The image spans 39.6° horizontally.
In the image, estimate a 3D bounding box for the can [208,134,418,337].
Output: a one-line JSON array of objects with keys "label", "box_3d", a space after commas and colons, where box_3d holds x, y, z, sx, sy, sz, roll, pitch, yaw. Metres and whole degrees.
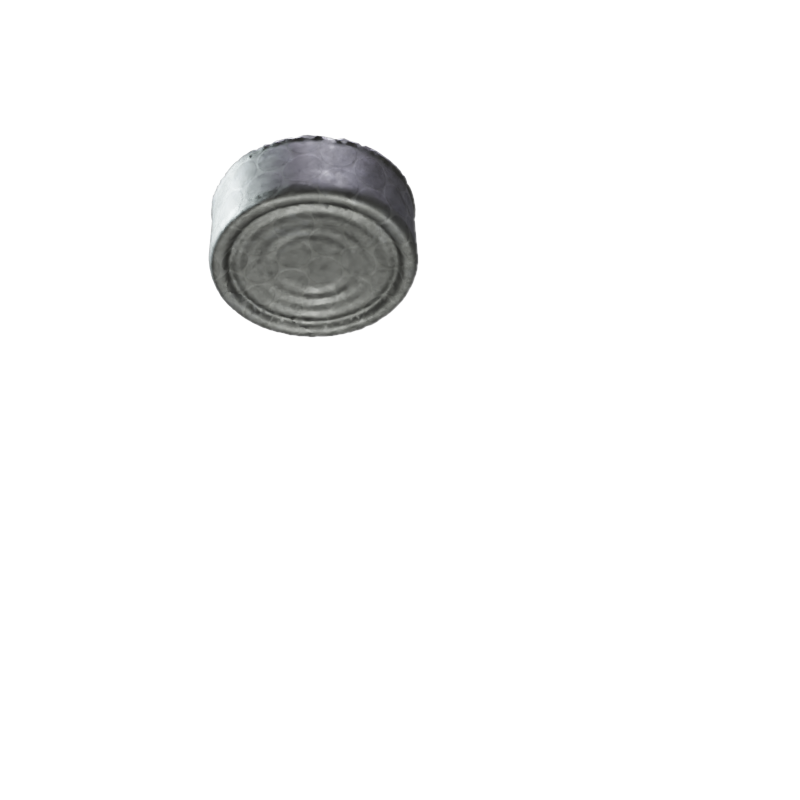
[{"label": "can", "box_3d": [-0.036, -0.065, 0.455, 0.086, 0.036, 0.080, 1, -42, -1]}]
